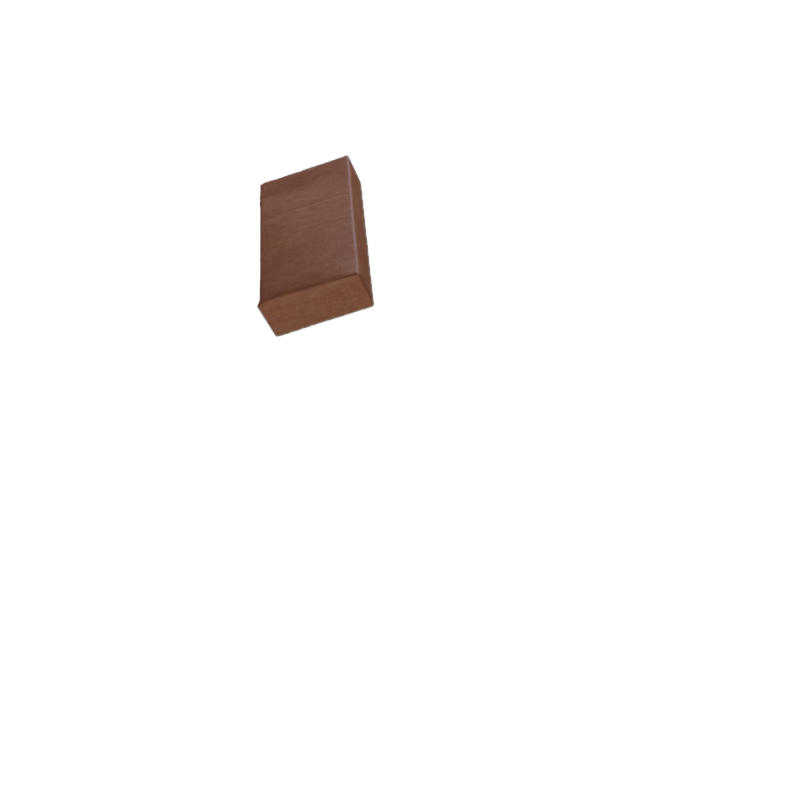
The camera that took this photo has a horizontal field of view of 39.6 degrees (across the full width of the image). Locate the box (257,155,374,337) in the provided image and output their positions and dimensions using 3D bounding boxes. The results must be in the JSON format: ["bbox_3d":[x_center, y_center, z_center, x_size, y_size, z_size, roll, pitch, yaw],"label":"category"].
[{"bbox_3d":[-0.077,-0.141,0.989,0.094,0.044,0.189,-17,40,11],"label":"box"}]
